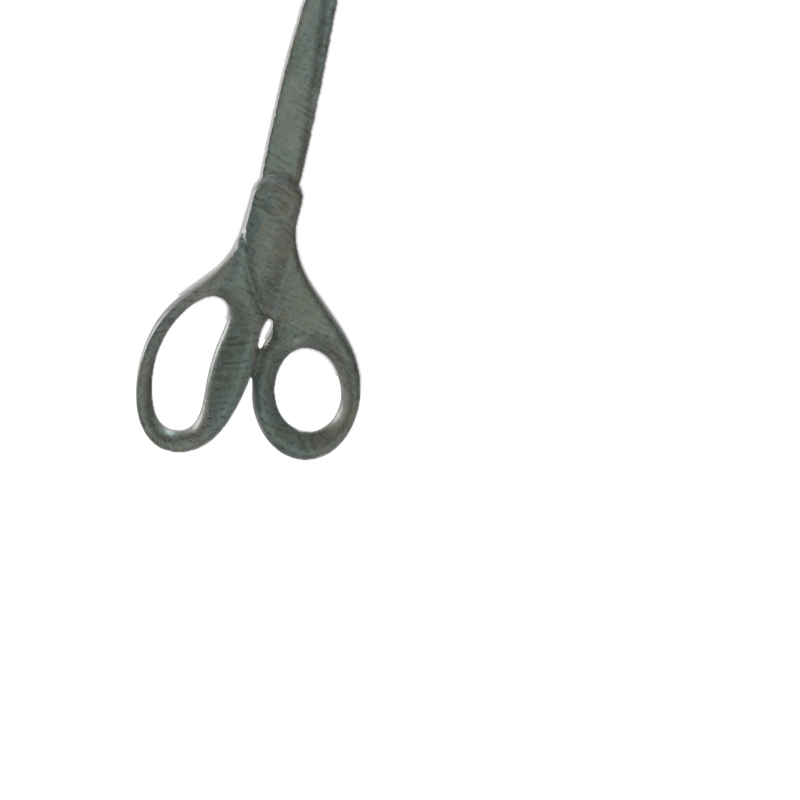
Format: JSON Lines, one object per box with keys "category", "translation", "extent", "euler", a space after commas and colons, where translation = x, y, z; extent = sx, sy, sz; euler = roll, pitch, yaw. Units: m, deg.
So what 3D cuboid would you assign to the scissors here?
{"category": "scissors", "translation": [-0.033, -0.060, 0.423], "extent": [0.095, 0.198, 0.016], "euler": [29, 11, -6]}
